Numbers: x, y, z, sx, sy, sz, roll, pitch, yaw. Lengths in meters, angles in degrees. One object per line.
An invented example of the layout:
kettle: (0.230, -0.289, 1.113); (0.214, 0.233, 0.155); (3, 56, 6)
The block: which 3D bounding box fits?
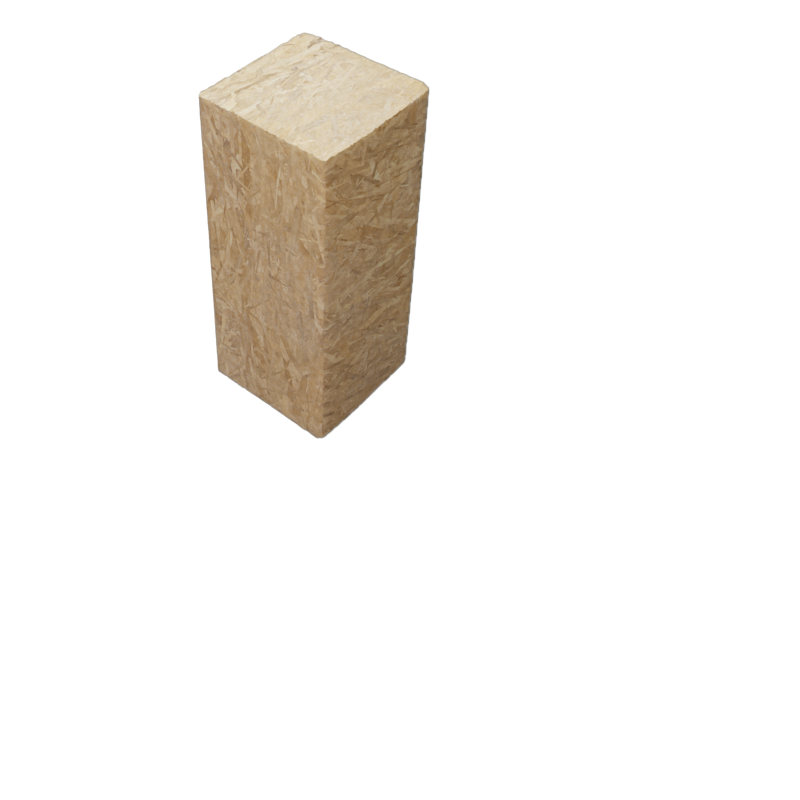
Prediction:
block: (-0.050, -0.092, 0.640); (0.096, 0.192, 0.091); (31, 50, 25)
